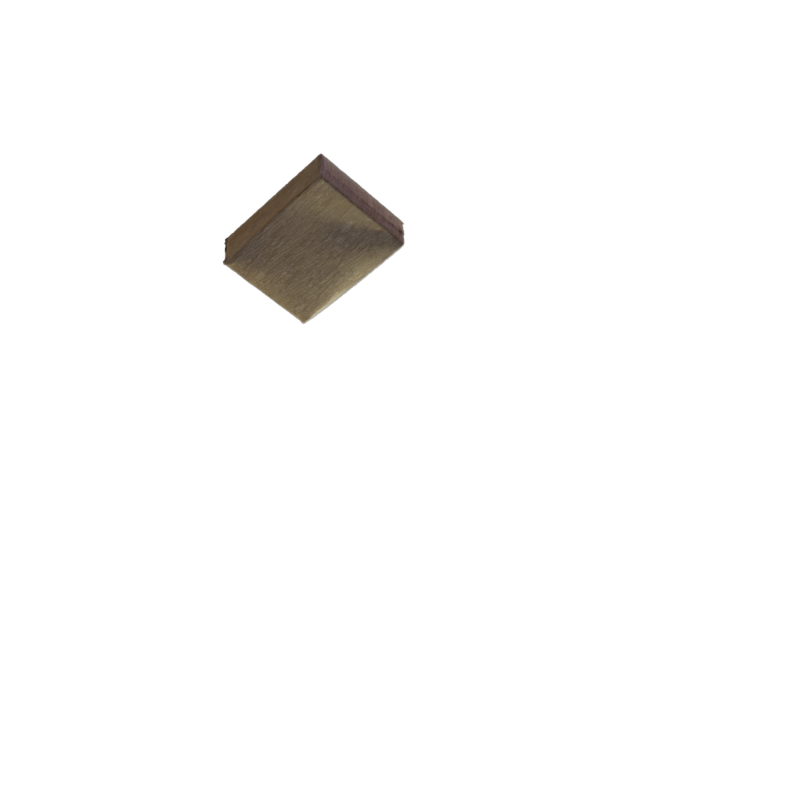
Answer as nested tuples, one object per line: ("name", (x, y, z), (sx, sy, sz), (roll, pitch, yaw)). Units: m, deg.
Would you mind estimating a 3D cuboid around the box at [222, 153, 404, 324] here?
("box", (-0.066, -0.121, 0.850), (0.112, 0.042, 0.085), (-39, -62, 24))
